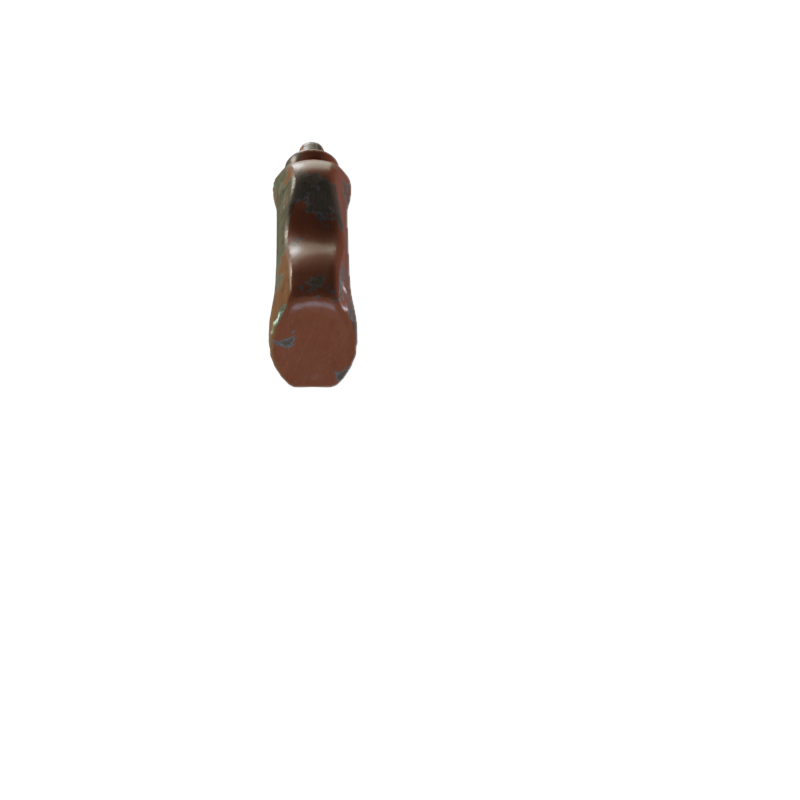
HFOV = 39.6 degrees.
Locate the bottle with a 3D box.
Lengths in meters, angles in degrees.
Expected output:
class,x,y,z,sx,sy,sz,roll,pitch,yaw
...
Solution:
class,x,y,z,sx,sy,sz,roll,pitch,yaw
bottle,-0.061,-0.111,0.777,0.058,0.206,0.089,-2,-39,-2
